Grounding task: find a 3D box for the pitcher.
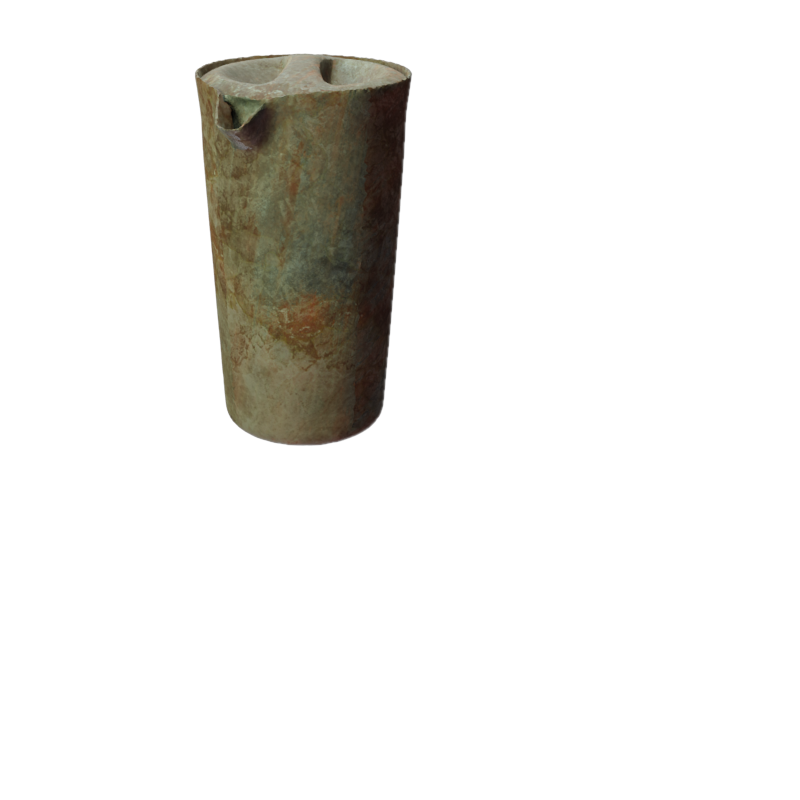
[{"bbox_3d":[-0.057,-0.104,0.727,0.147,0.232,0.154,-6,23,-17],"label":"pitcher"}]
